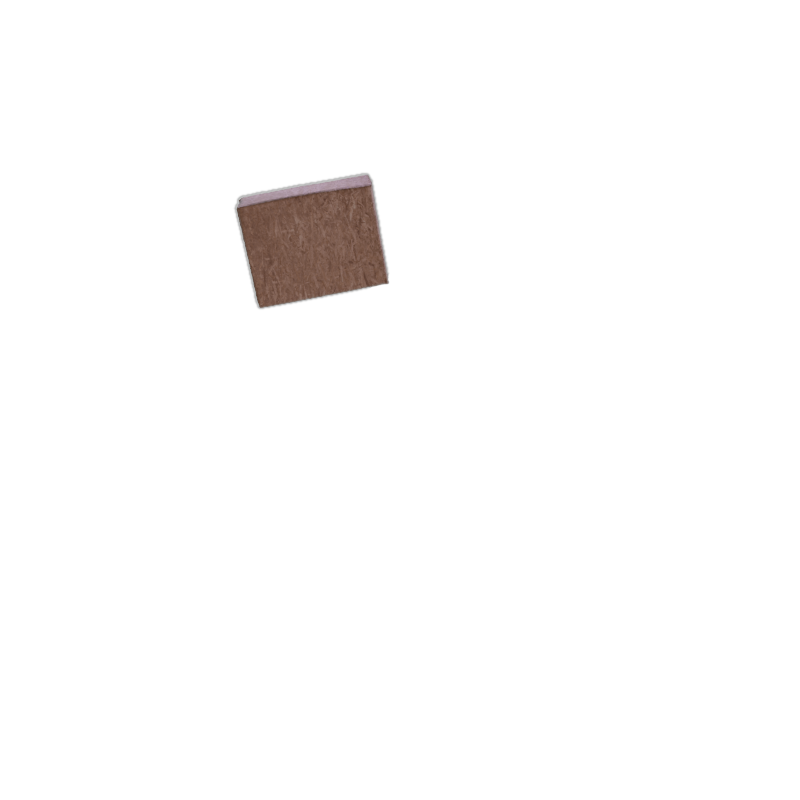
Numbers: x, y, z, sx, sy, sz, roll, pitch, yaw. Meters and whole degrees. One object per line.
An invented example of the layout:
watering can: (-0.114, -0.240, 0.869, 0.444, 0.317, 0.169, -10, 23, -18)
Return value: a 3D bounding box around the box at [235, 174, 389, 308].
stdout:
box: (-0.072, -0.131, 0.916, 0.114, 0.086, 0.040, -9, 18, 2)
